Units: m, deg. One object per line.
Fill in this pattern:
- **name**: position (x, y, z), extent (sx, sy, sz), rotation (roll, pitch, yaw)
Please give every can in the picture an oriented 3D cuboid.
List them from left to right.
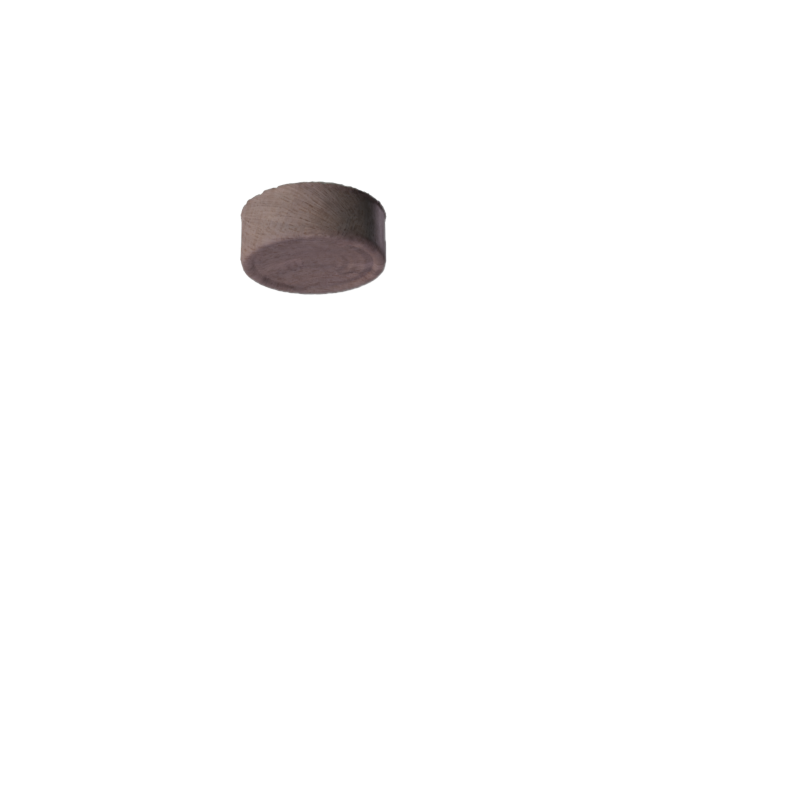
- **can**: position (-0.051, -0.092, 0.647), extent (0.086, 0.035, 0.082), rotation (0, -20, -2)
